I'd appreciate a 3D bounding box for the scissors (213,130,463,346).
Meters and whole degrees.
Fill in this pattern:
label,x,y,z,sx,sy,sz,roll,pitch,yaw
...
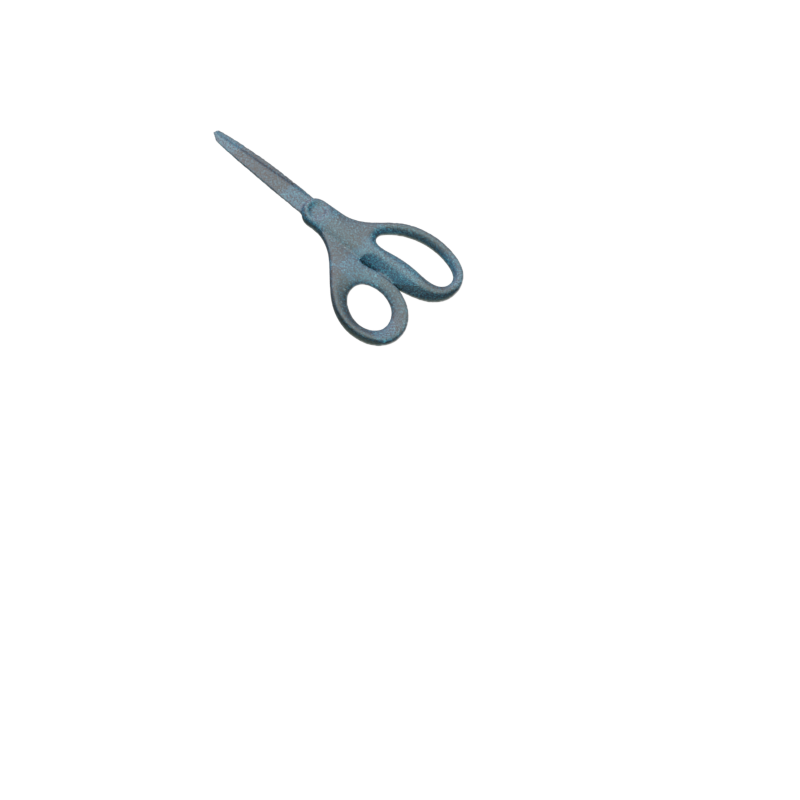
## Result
label,x,y,z,sx,sy,sz,roll,pitch,yaw
scissors,-0.058,-0.106,0.739,0.207,0.099,0.015,25,-23,11
